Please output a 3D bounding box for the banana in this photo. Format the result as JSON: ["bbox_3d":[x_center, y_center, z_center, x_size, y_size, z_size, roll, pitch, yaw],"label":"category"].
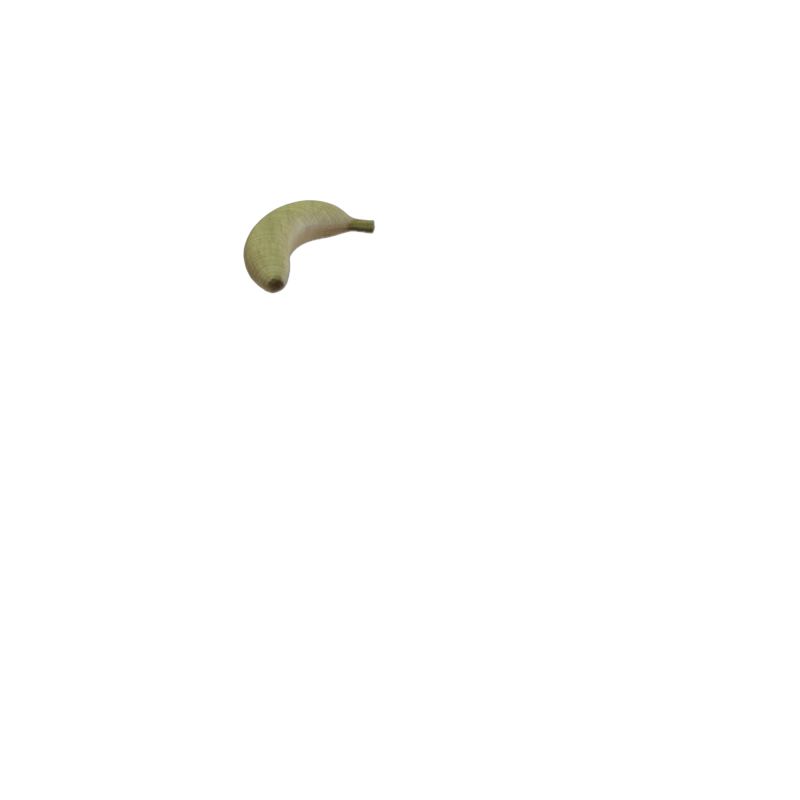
[{"bbox_3d":[-0.085,-0.131,0.895,0.072,0.035,0.201,9,25,19],"label":"banana"}]
